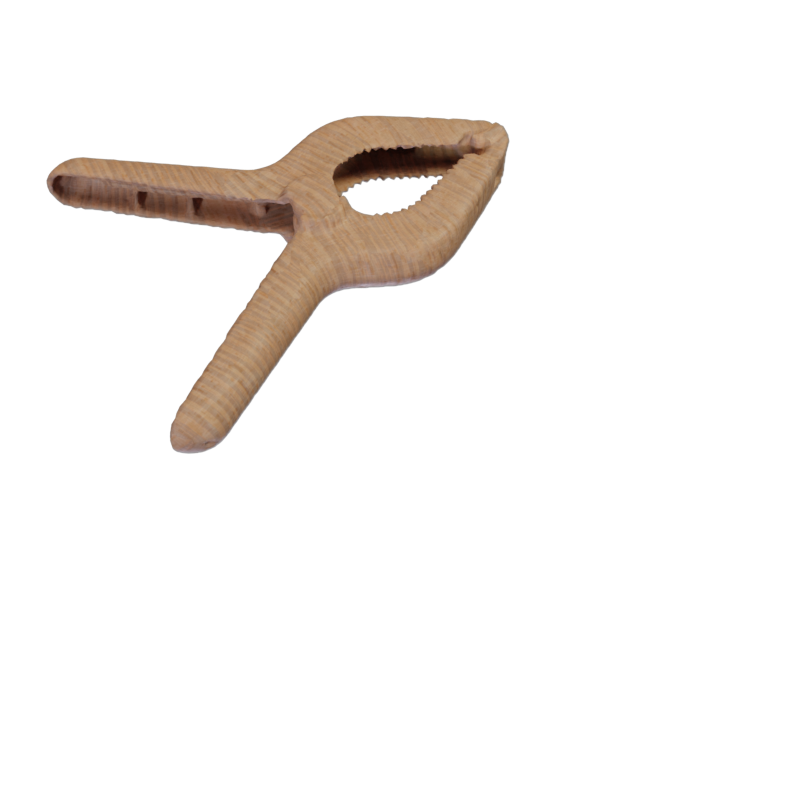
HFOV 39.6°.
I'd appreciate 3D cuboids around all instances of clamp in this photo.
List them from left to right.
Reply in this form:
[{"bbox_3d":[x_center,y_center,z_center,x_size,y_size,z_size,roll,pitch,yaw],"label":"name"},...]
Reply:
[{"bbox_3d":[-0.039,-0.071,0.495,0.208,0.177,0.034,-18,-34,-12],"label":"clamp"}]
